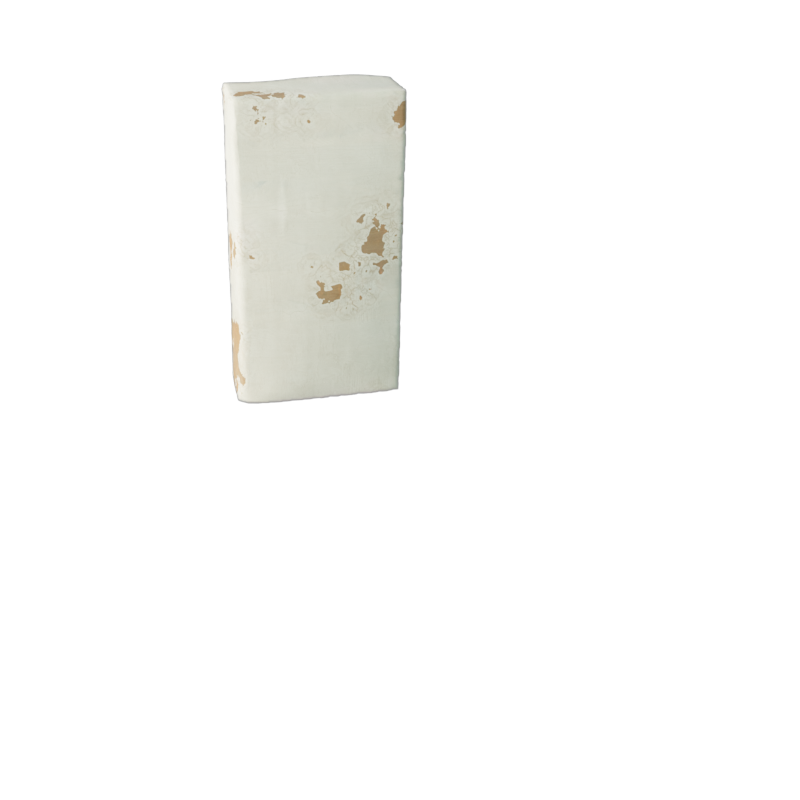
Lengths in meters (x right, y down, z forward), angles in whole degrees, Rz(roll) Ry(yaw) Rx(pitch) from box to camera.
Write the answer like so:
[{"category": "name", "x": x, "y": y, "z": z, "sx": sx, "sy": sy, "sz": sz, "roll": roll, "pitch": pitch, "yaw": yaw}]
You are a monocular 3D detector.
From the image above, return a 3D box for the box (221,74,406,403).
[{"category": "box", "x": -0.047, "y": -0.086, "z": 0.604, "sx": 0.092, "sy": 0.168, "sz": 0.051, "roll": -4, "pitch": 23, "yaw": -13}]
